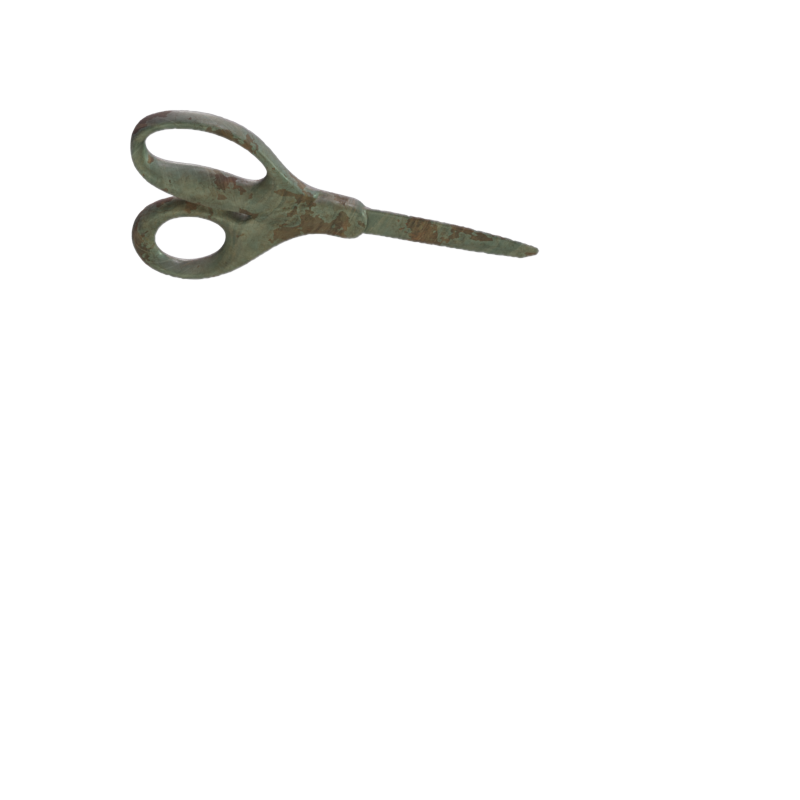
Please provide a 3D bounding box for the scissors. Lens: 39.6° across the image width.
[{"bbox_3d":[-0.042,-0.077,0.540,0.195,0.093,0.017,23,33,-16],"label":"scissors"}]
